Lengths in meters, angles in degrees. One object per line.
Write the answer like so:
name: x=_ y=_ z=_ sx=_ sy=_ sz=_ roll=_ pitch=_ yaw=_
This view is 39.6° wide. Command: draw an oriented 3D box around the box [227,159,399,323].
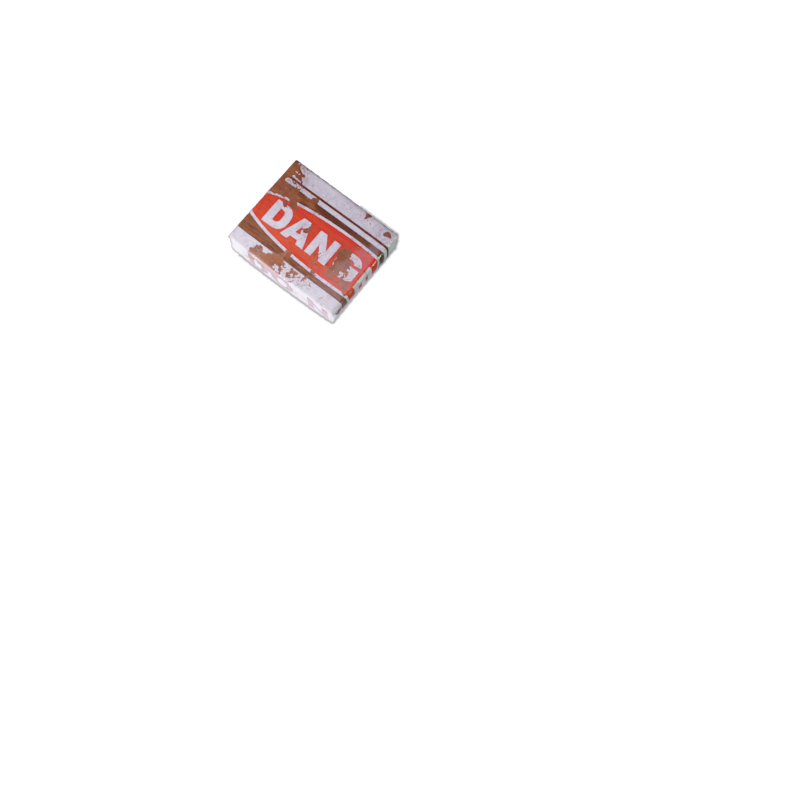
box: x=-0.072 y=-0.132 z=0.923 sx=0.117 sy=0.091 sz=0.037 roll=37 pitch=-14 yaw=10
